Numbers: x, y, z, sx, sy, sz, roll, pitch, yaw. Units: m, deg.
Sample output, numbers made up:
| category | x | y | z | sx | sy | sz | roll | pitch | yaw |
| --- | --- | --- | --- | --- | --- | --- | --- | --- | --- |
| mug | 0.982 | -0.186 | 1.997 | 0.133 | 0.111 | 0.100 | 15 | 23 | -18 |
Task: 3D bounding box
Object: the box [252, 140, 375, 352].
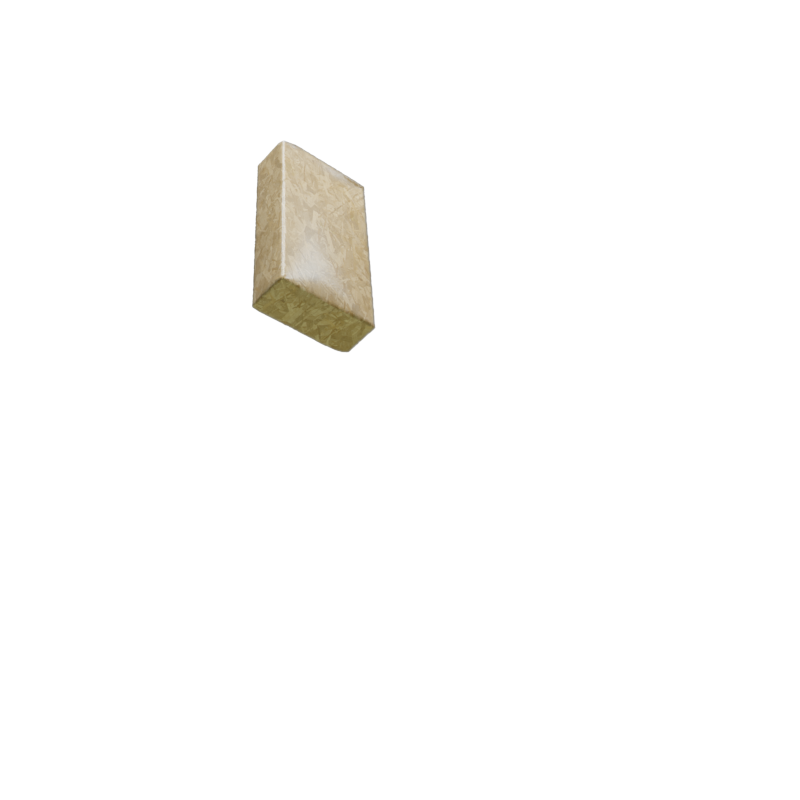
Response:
| category | x | y | z | sx | sy | sz | roll | pitch | yaw |
| --- | --- | --- | --- | --- | --- | --- | --- | --- | --- |
| box | -0.071 | -0.129 | 0.904 | 0.088 | 0.189 | 0.047 | 26 | -50 | -29 |
